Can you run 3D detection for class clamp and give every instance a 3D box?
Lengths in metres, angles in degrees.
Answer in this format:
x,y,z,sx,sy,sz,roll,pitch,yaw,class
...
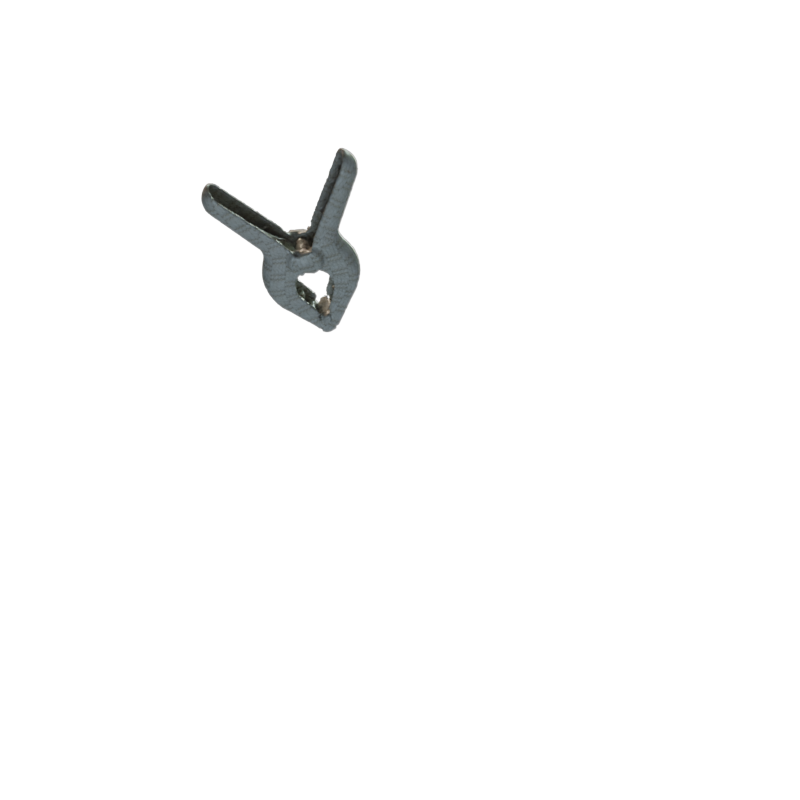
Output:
x,y,z,sx,sy,sz,roll,pitch,yaw,class
-0.069,-0.125,0.876,0.121,0.042,0.158,-15,-44,16,clamp
